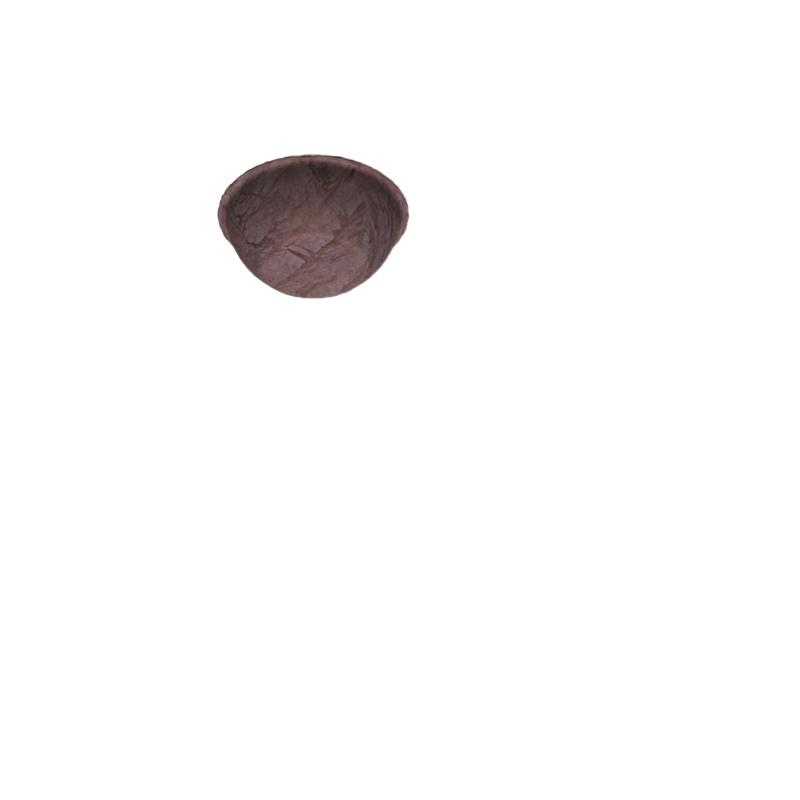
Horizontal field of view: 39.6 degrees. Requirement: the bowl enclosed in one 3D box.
[{"bbox_3d":[-0.072,-0.132,0.922,0.162,0.059,0.152,1,-31,-2],"label":"bowl"}]
